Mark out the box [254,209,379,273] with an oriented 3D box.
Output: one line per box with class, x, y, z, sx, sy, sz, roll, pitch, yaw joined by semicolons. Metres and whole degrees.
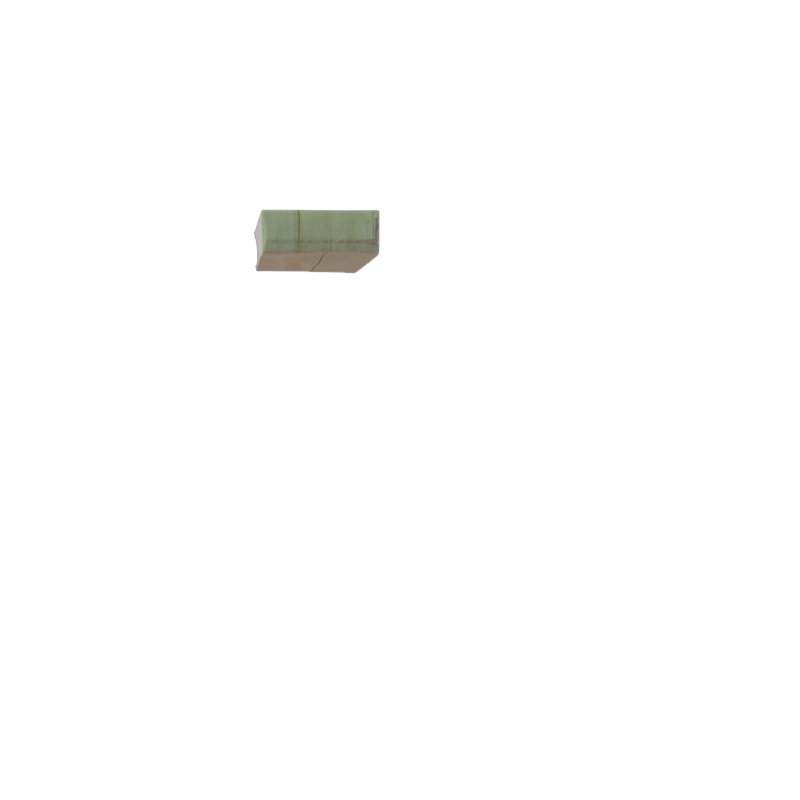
box;-0.068;-0.125;0.876;0.089;0.040;0.113;0;-3;-9
